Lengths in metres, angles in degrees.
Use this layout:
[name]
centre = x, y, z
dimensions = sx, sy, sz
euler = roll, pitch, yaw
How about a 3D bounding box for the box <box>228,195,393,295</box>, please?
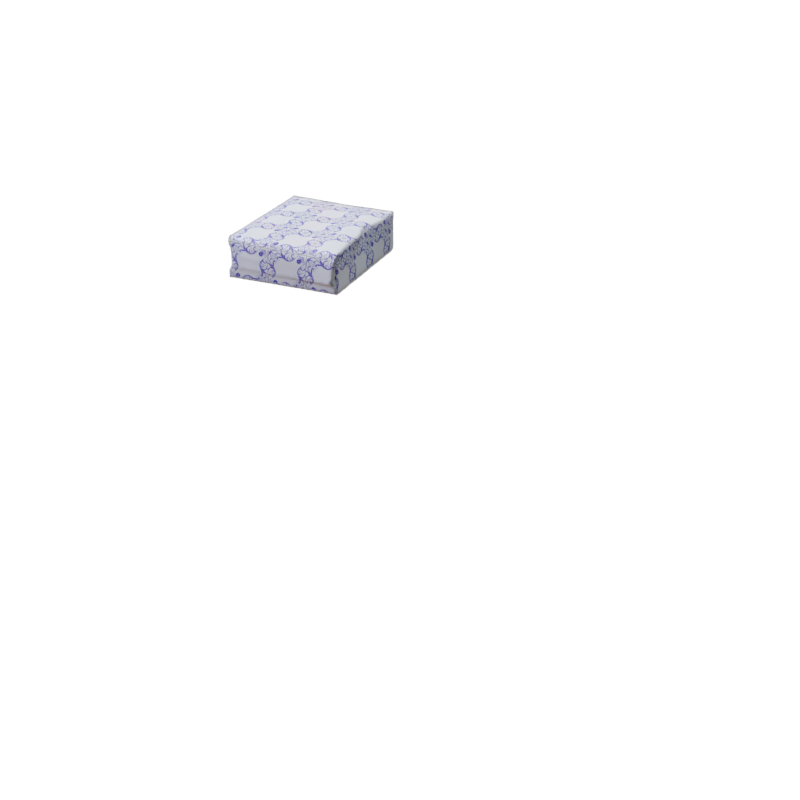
[box]
centre = -0.054, -0.098, 0.688
dimensions = 0.076, 0.029, 0.091
euler = 11, 29, 21
